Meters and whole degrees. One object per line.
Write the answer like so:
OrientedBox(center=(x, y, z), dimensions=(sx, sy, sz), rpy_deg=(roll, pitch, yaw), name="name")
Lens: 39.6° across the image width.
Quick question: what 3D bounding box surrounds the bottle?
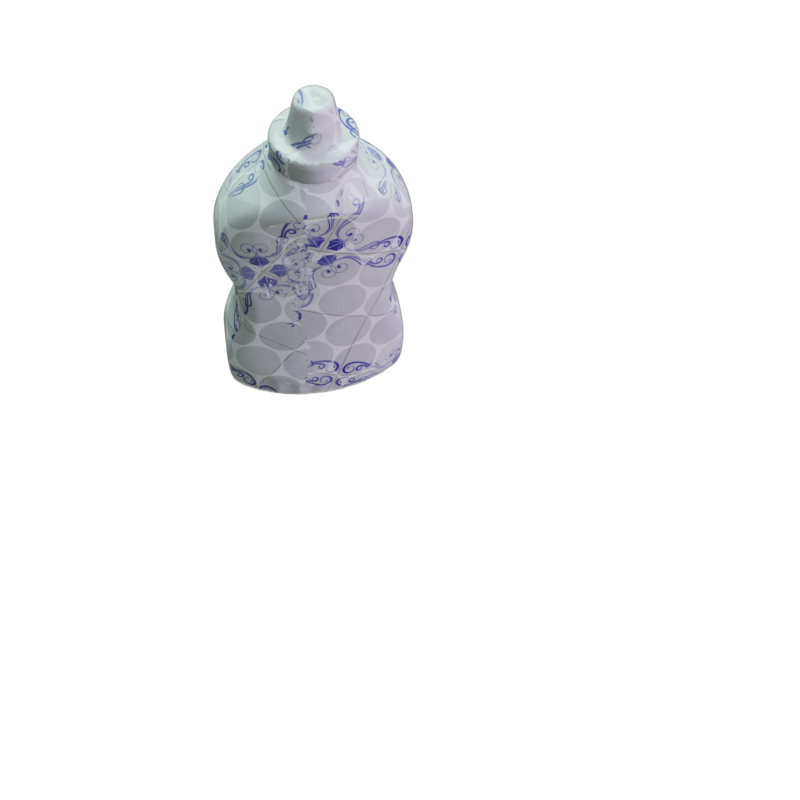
OrientedBox(center=(-0.043, -0.078, 0.546), dimensions=(0.095, 0.063, 0.179), rpy_deg=(-5, -36, -7), name="bottle")
